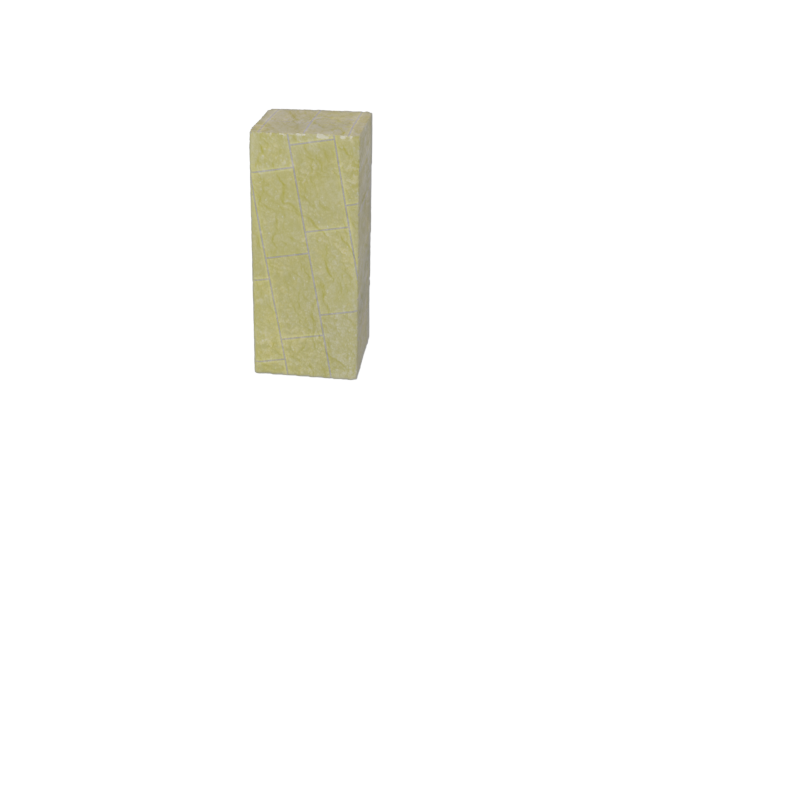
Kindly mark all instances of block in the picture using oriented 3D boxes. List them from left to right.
[{"bbox_3d":[-0.073,-0.132,0.926,0.091,0.197,0.094,4,21,6],"label":"block"}]
